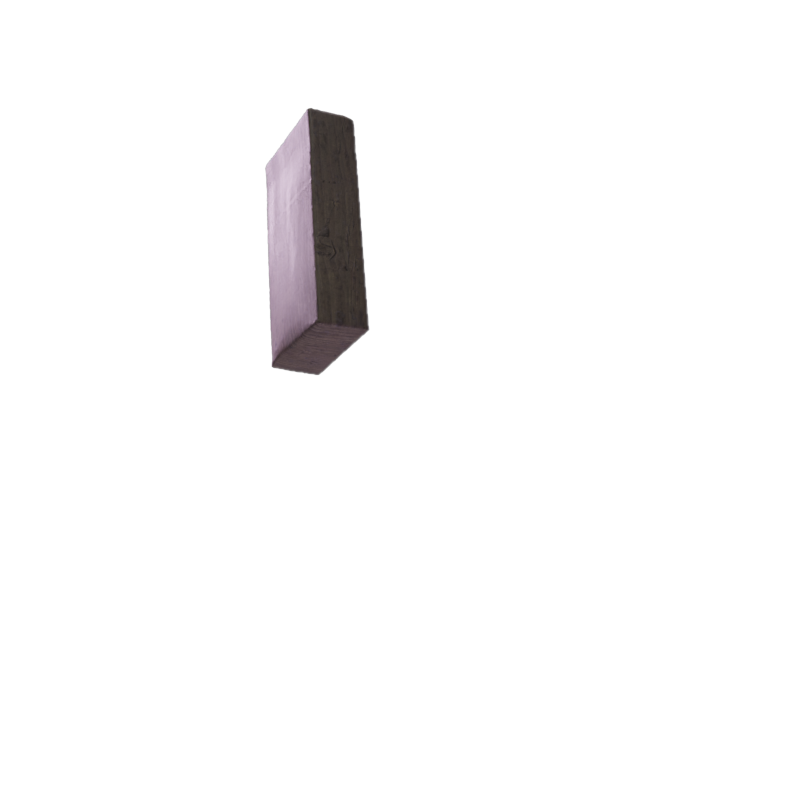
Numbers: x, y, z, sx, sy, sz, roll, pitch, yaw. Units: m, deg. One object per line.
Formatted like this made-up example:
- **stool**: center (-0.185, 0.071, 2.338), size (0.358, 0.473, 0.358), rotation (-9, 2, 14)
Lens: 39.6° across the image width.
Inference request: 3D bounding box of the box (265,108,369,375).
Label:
- **box**: center (-0.064, -0.118, 0.823), size (0.046, 0.187, 0.091), rotation (11, -28, -25)
